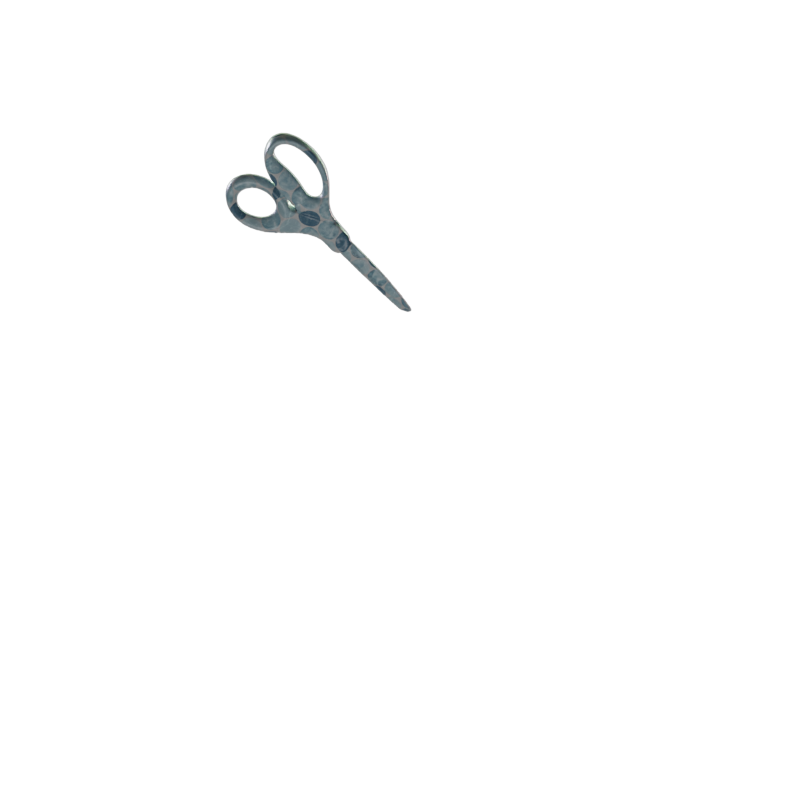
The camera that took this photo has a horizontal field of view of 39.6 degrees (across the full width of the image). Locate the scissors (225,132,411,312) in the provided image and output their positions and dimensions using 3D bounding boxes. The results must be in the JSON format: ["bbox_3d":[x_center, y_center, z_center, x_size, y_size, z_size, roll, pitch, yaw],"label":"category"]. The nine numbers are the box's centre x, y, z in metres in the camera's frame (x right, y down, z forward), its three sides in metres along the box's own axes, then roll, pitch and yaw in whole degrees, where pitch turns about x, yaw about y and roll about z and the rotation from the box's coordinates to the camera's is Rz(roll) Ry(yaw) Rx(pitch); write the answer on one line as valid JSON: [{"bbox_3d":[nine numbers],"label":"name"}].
[{"bbox_3d":[-0.073,-0.133,0.933,0.096,0.188,0.017,-21,31,13],"label":"scissors"}]
